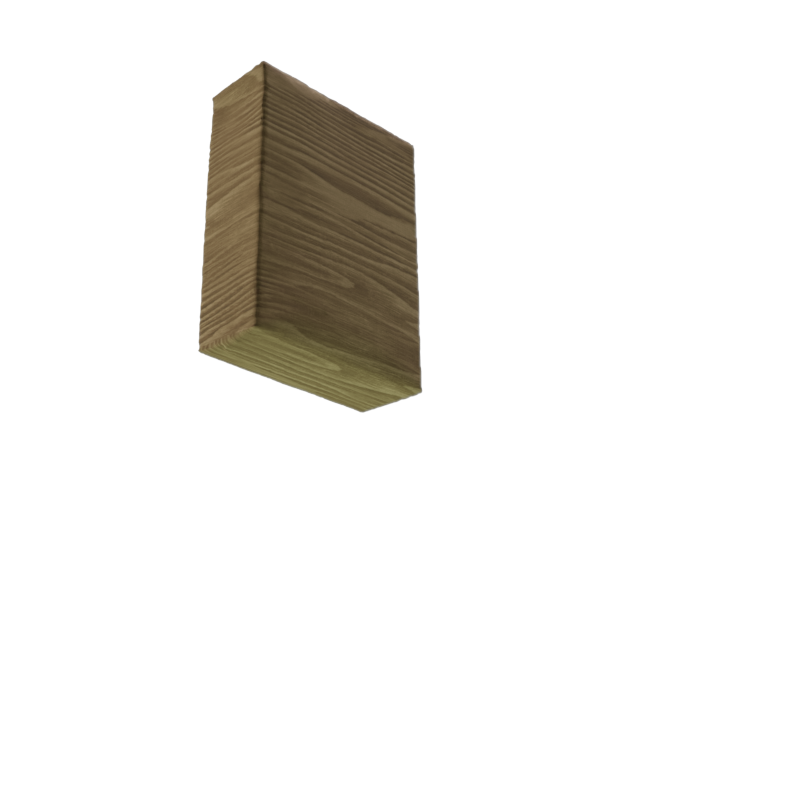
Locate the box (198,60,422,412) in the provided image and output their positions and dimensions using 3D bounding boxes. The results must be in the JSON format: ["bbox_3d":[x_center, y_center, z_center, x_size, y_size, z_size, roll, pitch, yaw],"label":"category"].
[{"bbox_3d":[-0.064,-0.116,0.815,0.154,0.227,0.072,22,-35,-40],"label":"box"}]
